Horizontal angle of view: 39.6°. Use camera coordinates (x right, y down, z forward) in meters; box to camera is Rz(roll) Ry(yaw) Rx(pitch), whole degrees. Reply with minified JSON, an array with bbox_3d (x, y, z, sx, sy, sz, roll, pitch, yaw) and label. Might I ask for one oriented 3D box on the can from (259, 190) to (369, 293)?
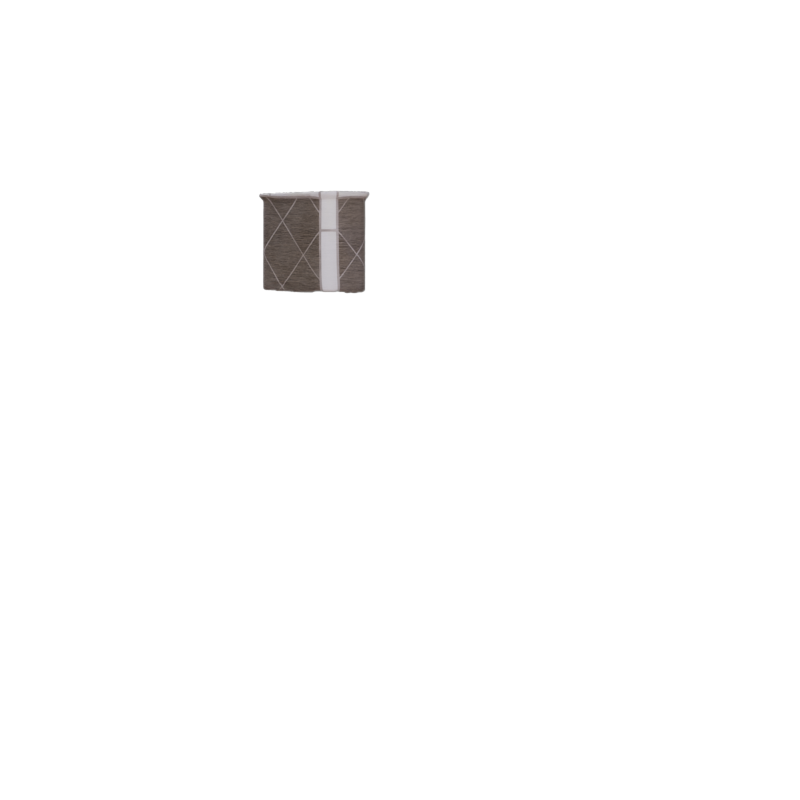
[{"bbox_3d":[-0.074,-0.134,0.942,0.055,0.083,0.106,-3,6,-42],"label":"can"}]
